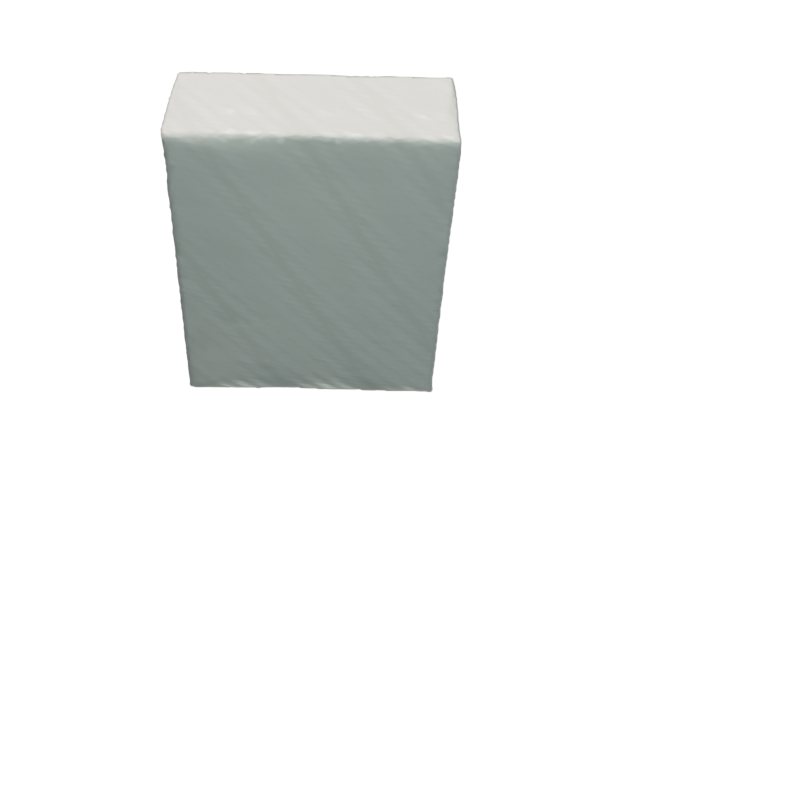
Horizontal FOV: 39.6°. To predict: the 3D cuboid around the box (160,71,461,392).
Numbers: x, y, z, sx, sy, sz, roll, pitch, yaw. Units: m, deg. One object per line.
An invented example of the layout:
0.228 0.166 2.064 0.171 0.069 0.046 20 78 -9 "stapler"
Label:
-0.054 -0.098 0.687 0.164 0.077 0.199 2 -44 0 "box"
